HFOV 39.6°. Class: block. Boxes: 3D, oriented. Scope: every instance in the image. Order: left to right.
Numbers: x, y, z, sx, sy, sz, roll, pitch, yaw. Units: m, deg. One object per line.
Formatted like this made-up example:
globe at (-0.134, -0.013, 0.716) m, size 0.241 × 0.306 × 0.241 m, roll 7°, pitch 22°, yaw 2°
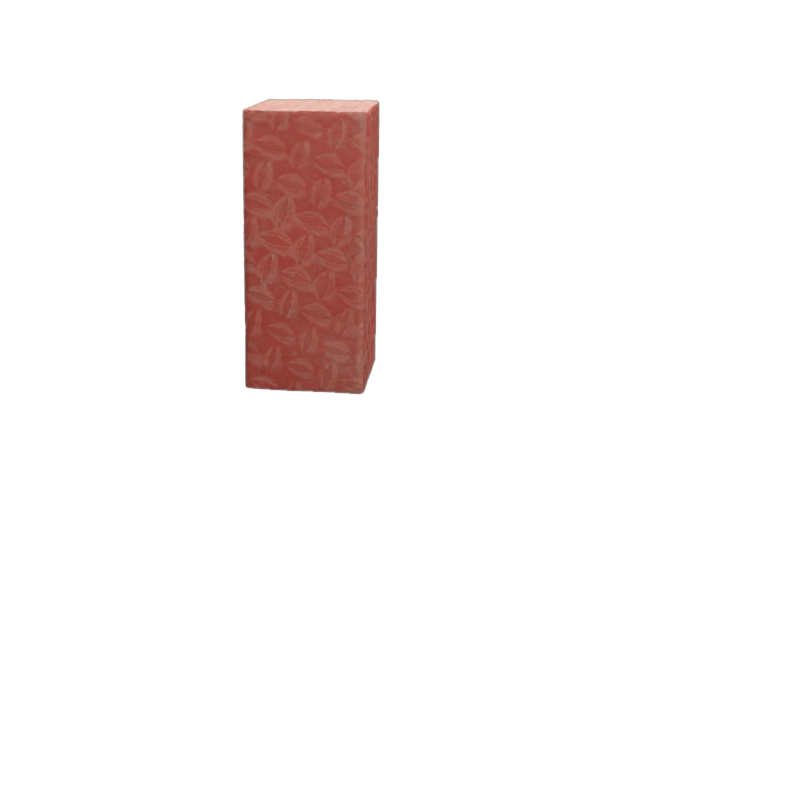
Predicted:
block at (-0.064, -0.118, 0.830) m, size 0.091 × 0.200 × 0.092 m, roll 2°, pitch 14°, yaw 7°
